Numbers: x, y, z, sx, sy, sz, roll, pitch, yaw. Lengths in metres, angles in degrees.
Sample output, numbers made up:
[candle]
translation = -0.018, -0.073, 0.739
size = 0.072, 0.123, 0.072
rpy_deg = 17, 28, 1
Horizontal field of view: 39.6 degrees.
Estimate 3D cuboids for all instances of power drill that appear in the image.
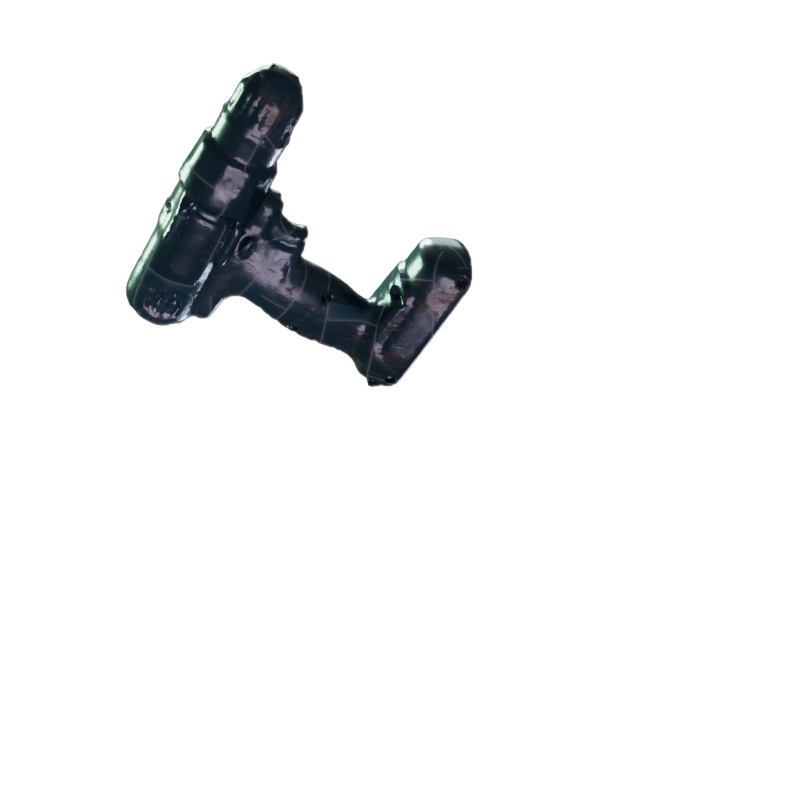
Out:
[power drill]
translation = -0.053, -0.097, 0.681
size = 0.181, 0.179, 0.061
rpy_deg = 25, 32, -17
